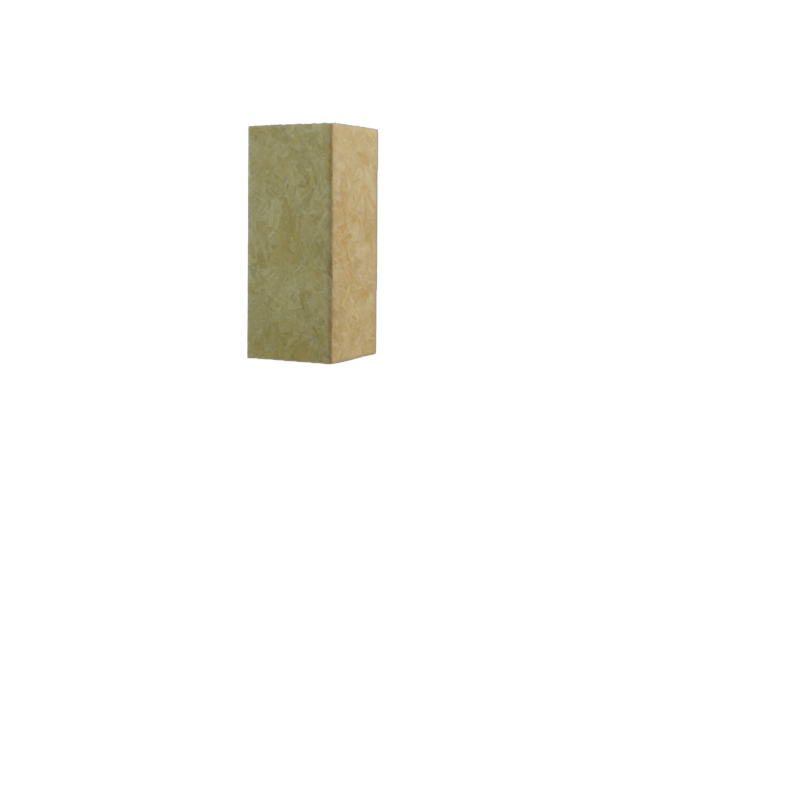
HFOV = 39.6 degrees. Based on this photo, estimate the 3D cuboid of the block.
[{"bbox_3d":[-0.078,-0.142,0.998,0.094,0.205,0.088,2,3,28],"label":"block"}]
